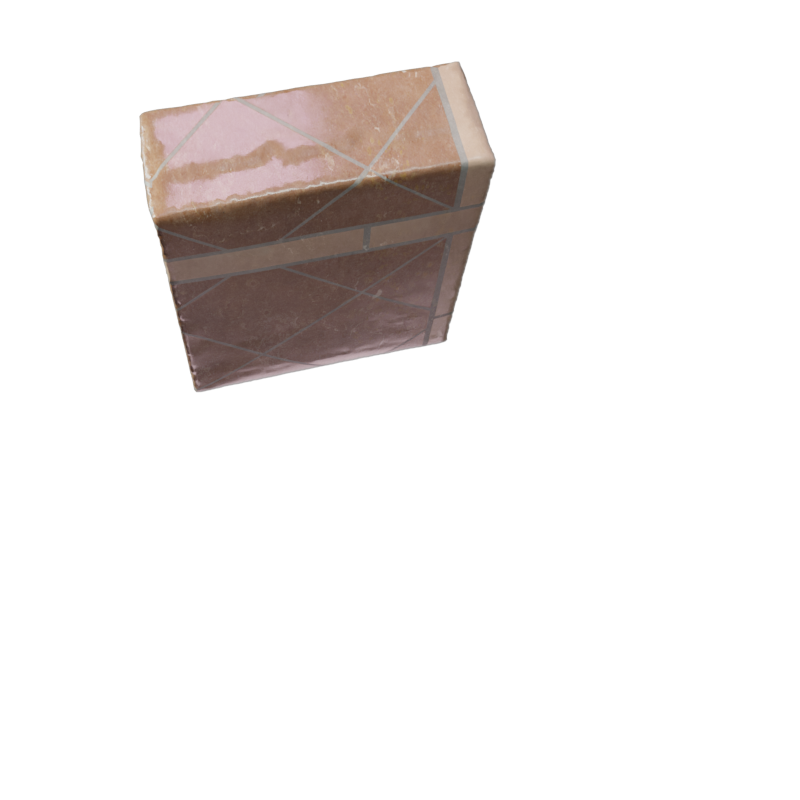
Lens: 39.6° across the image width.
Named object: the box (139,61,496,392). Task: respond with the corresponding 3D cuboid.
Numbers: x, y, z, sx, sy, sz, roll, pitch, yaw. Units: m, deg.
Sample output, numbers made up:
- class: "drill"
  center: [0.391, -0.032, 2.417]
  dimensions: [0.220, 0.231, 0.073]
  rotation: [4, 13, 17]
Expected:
- class: "box"
  center: [-0.048, -0.088, 0.615]
  dimensions: [0.163, 0.076, 0.202]
  rotation: [-11, -22, -8]
